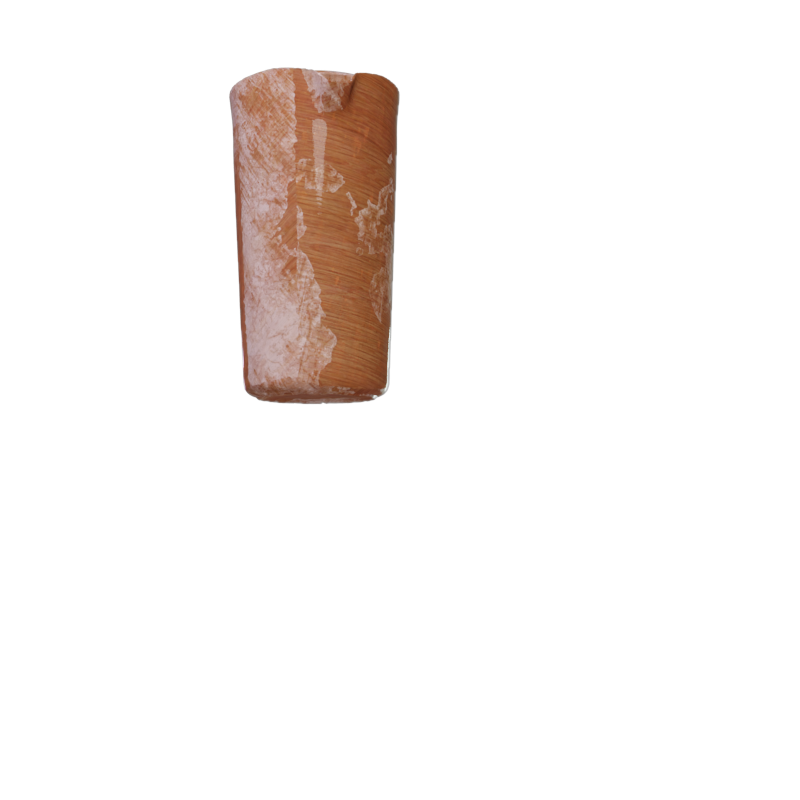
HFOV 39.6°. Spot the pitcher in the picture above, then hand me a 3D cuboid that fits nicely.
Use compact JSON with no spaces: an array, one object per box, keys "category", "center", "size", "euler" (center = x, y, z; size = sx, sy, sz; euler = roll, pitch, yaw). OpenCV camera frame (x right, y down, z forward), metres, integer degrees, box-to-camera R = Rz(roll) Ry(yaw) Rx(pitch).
[{"category":"pitcher","center":[-0.067,-0.122,0.853],"size":[0.149,0.250,0.141],"euler":[-7,-12,29]}]
